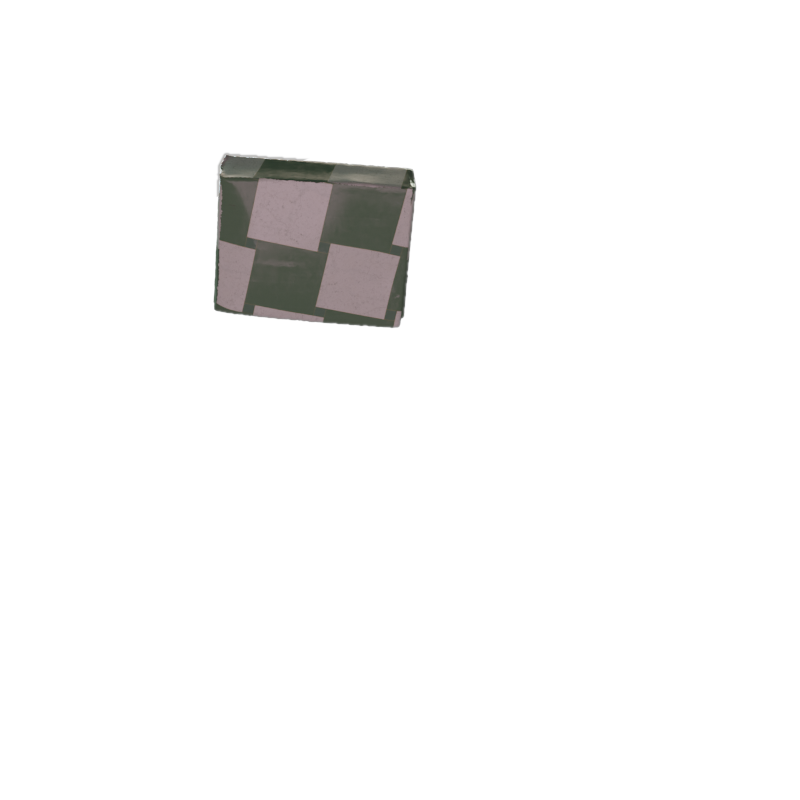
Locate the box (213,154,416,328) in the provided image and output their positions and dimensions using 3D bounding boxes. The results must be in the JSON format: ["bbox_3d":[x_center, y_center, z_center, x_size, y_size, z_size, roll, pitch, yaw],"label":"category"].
[{"bbox_3d":[-0.051,-0.092,0.645,0.113,0.085,0.041,4,25,-2],"label":"box"}]
